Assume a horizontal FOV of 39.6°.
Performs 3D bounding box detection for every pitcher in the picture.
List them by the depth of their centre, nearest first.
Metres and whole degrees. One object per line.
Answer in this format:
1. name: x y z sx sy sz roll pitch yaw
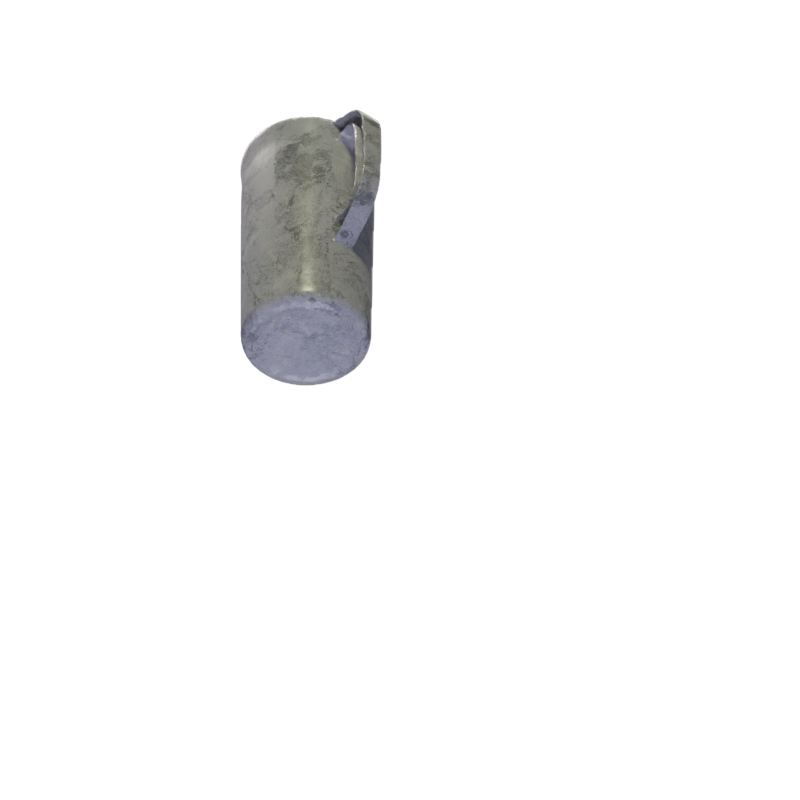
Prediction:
1. pitcher: -0.077 -0.141 0.990 0.146 0.261 0.138 -8 -45 4
